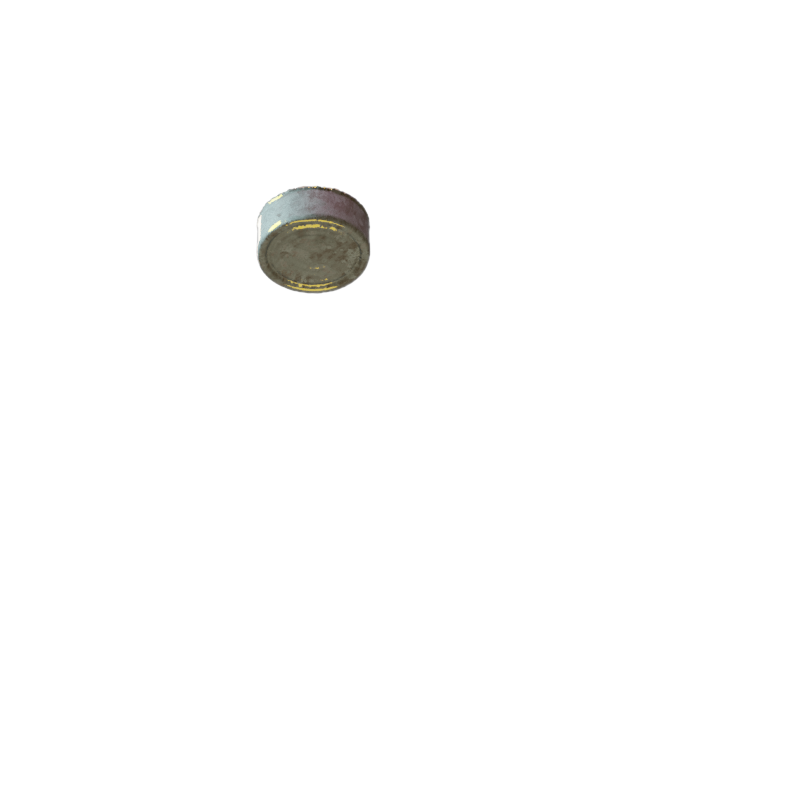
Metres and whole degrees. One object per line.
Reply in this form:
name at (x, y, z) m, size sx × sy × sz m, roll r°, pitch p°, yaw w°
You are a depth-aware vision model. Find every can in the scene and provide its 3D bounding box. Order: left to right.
can at (-0.065, -0.118, 0.828) m, size 0.086 × 0.036 × 0.080 m, roll 1°, pitch -38°, yaw -2°
